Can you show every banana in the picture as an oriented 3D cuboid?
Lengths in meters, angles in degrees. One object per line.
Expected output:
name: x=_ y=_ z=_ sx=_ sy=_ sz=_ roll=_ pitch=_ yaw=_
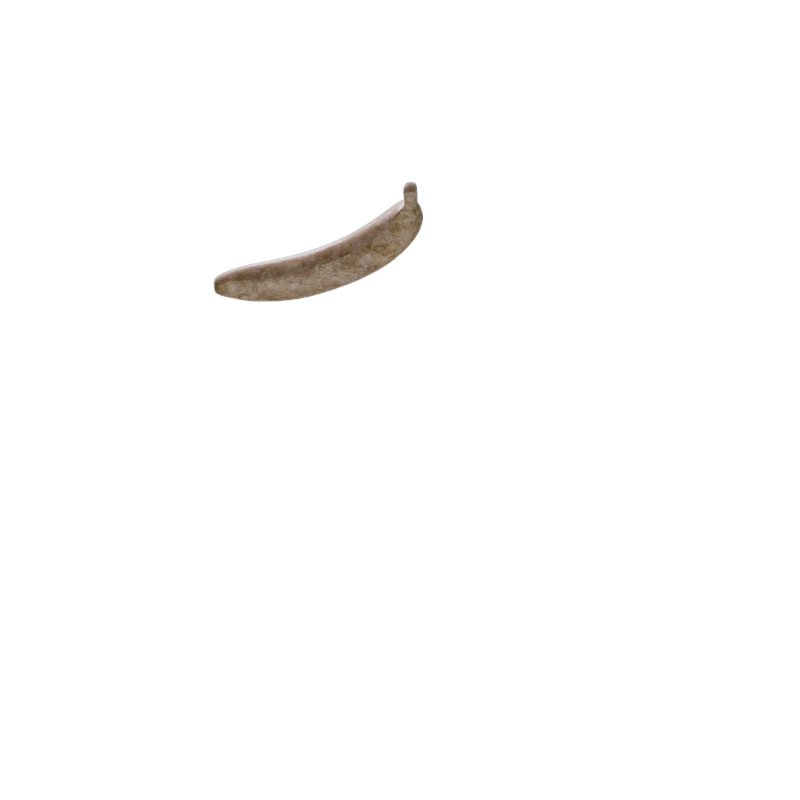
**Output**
banana: x=-0.056 y=-0.118 z=0.893 sx=0.198 sy=0.039 sz=0.064 roll=-24 pitch=-47 yaw=24
